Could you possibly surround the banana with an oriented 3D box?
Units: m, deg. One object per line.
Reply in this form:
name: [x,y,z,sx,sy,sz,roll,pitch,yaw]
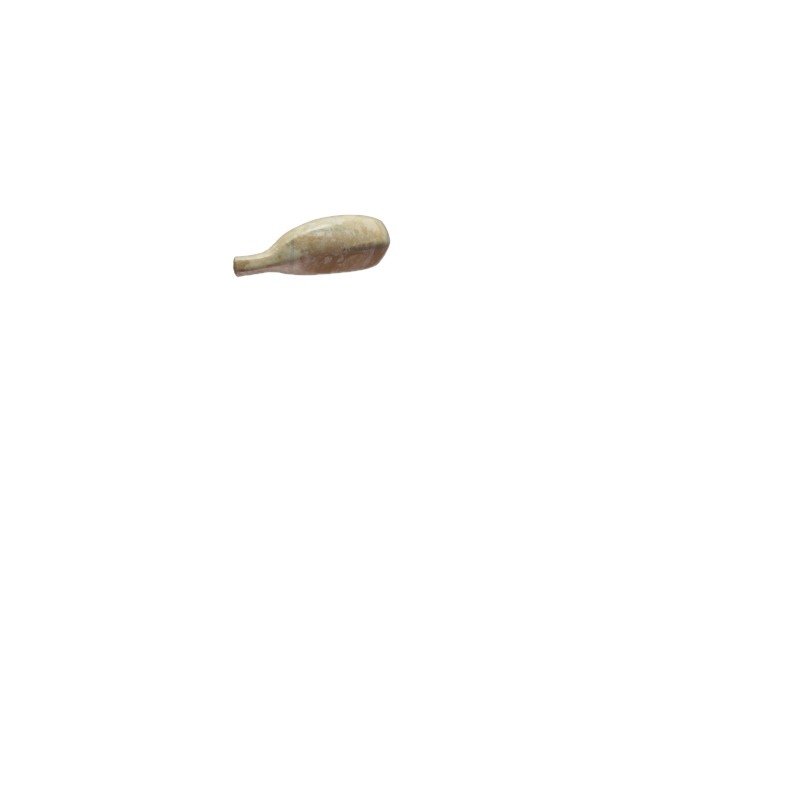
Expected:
banana: [-0.042,-0.105,0.737,0.071,0.036,0.196,3,10,17]
